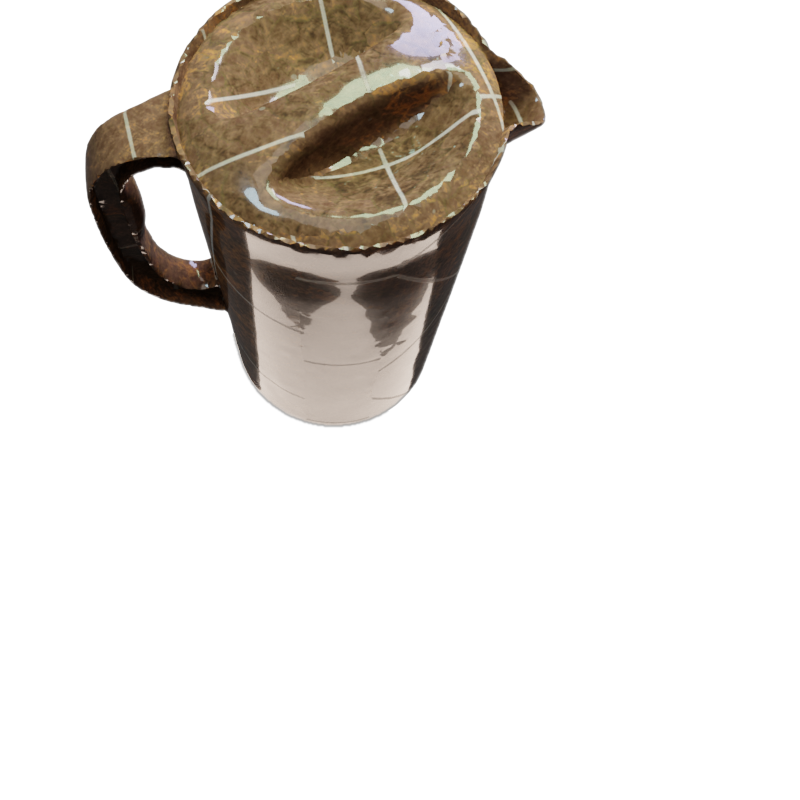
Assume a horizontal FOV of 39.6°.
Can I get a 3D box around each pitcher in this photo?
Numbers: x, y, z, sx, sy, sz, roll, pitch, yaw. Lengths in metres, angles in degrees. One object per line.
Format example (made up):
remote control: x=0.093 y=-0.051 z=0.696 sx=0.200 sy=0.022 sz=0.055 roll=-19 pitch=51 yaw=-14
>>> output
pitcher: x=-0.041 y=-0.075 z=0.528 sx=0.154 sy=0.148 sz=0.230 roll=34 pitch=-21 yaw=12
